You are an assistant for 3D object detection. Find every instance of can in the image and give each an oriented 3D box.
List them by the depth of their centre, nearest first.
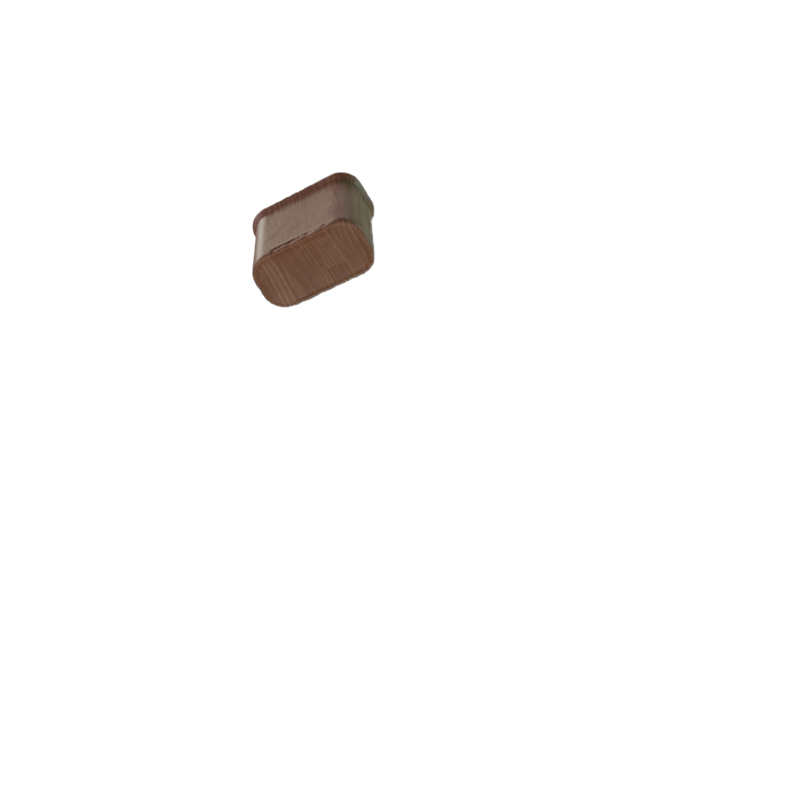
[{"bbox_3d":[-0.070,-0.128,0.898,0.102,0.054,0.089,-25,31,13],"label":"can"}]
